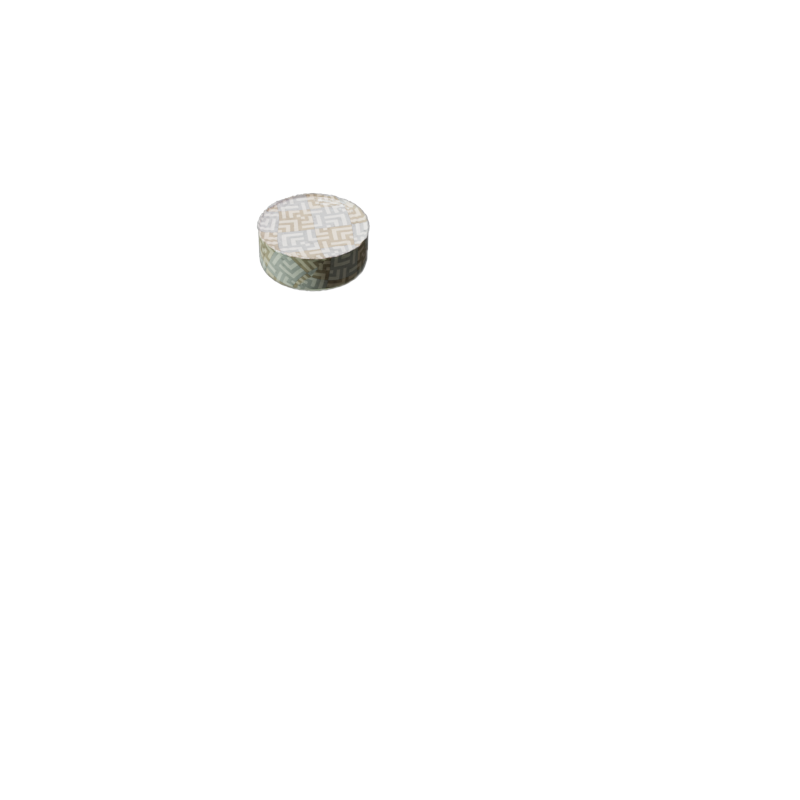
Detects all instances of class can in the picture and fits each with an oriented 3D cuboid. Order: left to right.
[{"bbox_3d":[-0.067,-0.122,0.853,0.086,0.031,0.092,-1,41,-2],"label":"can"}]
